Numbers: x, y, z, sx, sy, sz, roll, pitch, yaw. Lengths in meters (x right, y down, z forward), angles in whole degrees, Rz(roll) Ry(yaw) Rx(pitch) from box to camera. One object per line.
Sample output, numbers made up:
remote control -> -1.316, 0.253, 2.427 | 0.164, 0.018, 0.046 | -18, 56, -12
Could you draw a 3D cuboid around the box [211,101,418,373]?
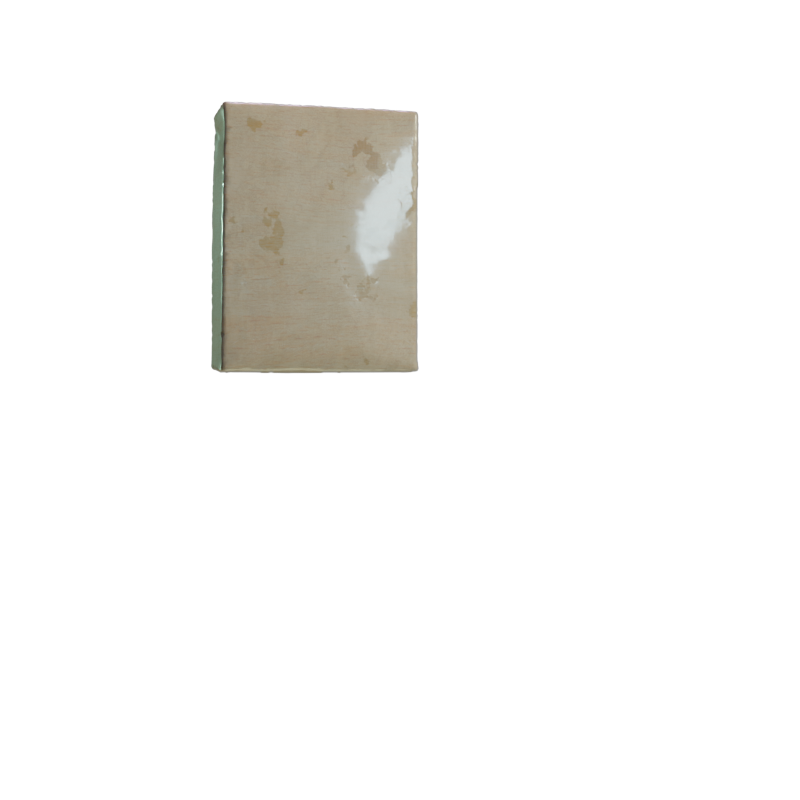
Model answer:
box -> -0.071, -0.130, 0.910 | 0.161, 0.216, 0.072 | 0, -5, -15
